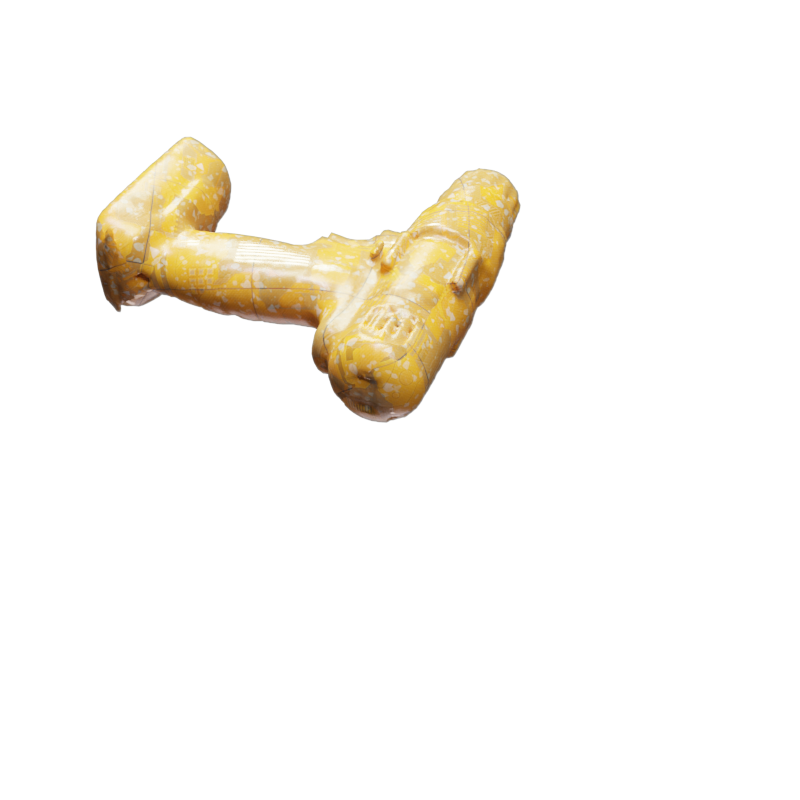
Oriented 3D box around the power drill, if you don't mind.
[{"bbox_3d":[-0.044,-0.081,0.567,0.194,0.054,0.191,15,41,17],"label":"power drill"}]
